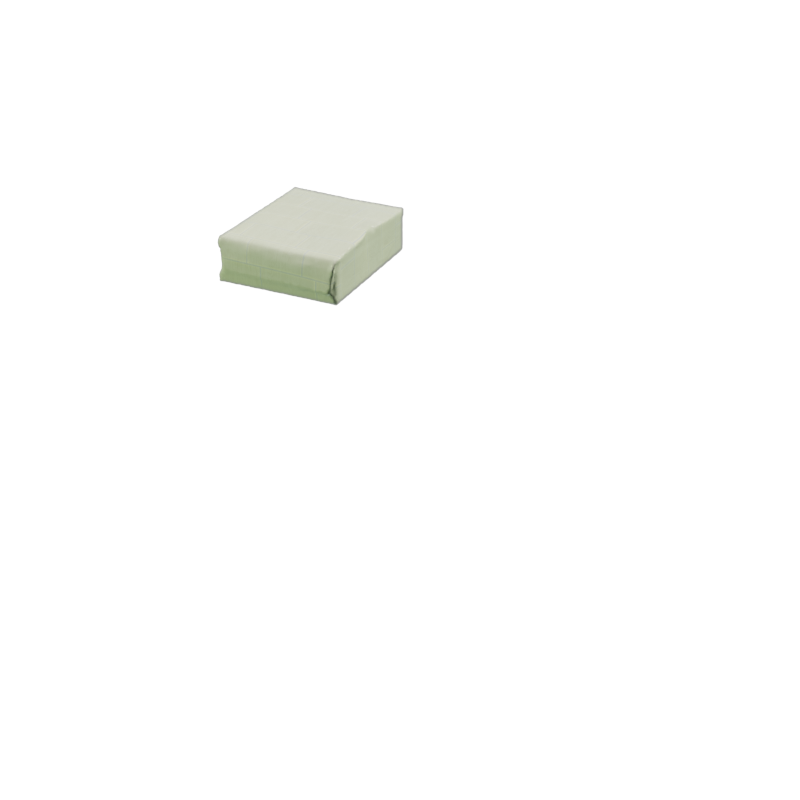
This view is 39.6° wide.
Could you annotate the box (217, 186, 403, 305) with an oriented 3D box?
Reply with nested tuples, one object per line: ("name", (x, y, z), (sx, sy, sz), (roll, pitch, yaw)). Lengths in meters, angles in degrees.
("box", (-0.049, -0.089, 0.623), (0.076, 0.028, 0.091), (14, 32, 23))
